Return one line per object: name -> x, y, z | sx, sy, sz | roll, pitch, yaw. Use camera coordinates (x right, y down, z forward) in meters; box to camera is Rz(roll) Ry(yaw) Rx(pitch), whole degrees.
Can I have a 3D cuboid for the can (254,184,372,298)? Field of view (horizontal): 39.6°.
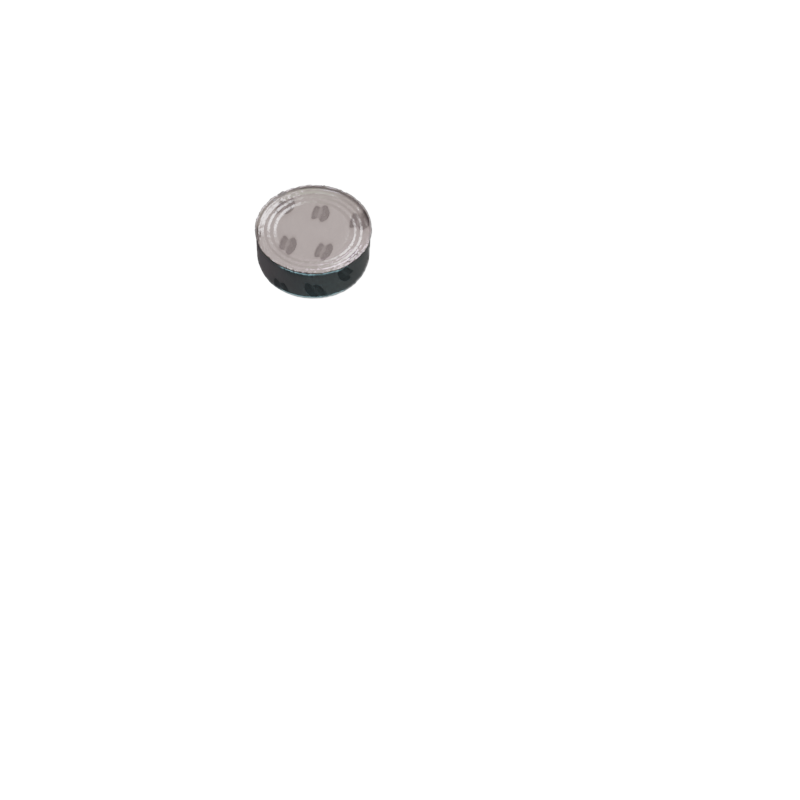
can -> -0.064, -0.117, 0.822 | 0.086, 0.092, 0.031 | -1, -37, -1
